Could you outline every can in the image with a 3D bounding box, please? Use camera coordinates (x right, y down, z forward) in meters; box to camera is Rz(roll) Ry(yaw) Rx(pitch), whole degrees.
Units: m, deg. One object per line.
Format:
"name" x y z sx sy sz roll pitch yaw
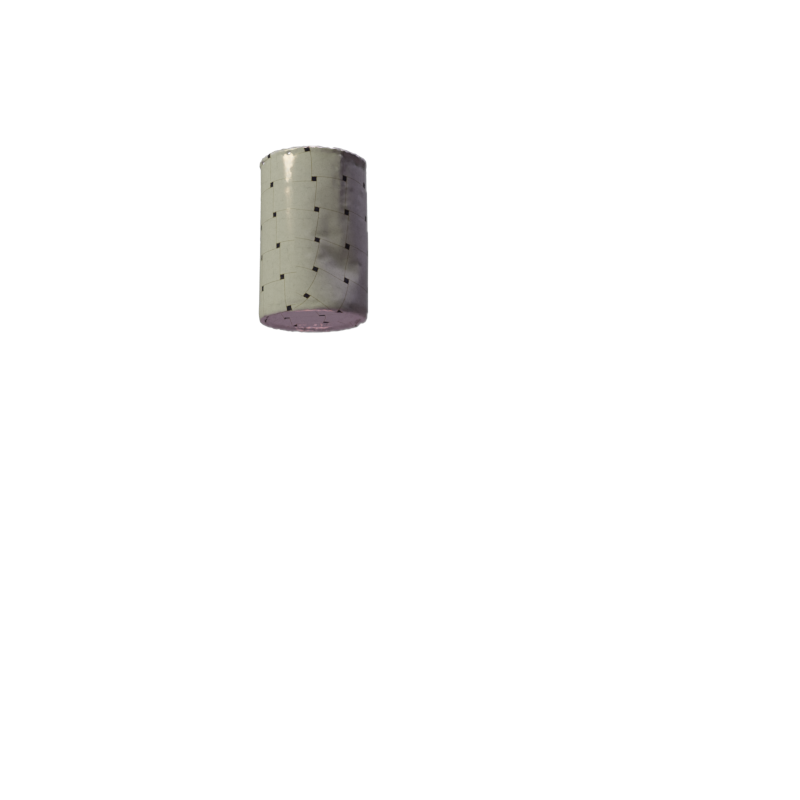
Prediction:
"can" -0.054 -0.098 0.687 0.068 0.106 0.066 0 -13 -2
